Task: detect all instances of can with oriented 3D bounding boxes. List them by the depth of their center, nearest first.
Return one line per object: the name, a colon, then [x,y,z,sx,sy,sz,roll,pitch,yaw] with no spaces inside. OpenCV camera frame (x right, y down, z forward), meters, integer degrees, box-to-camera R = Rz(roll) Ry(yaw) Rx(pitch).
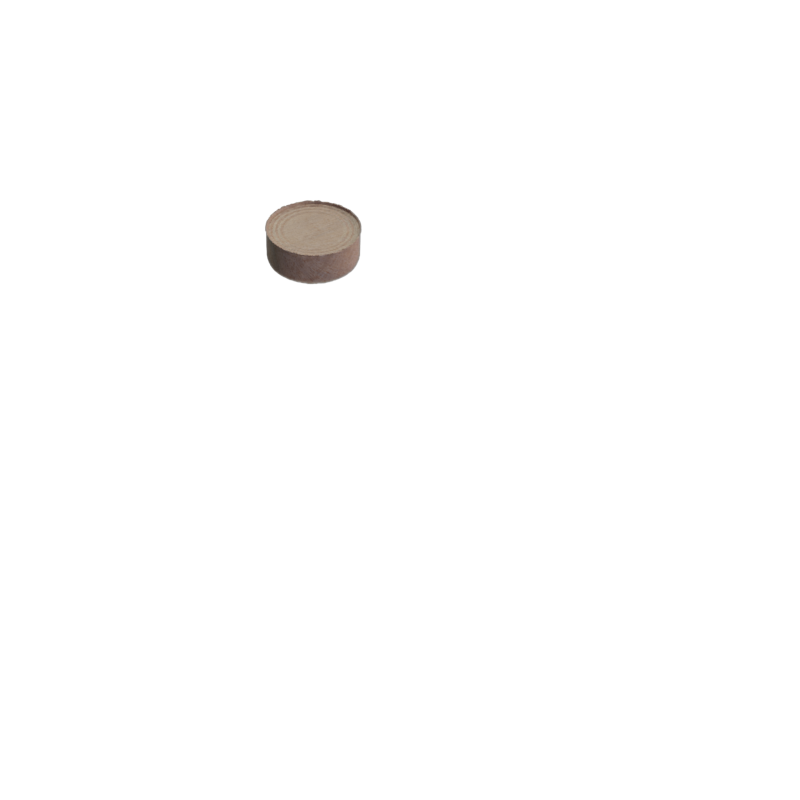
can: [-0.078,-0.142,0.992,0.086,0.031,0.092,-1,40,-2]
